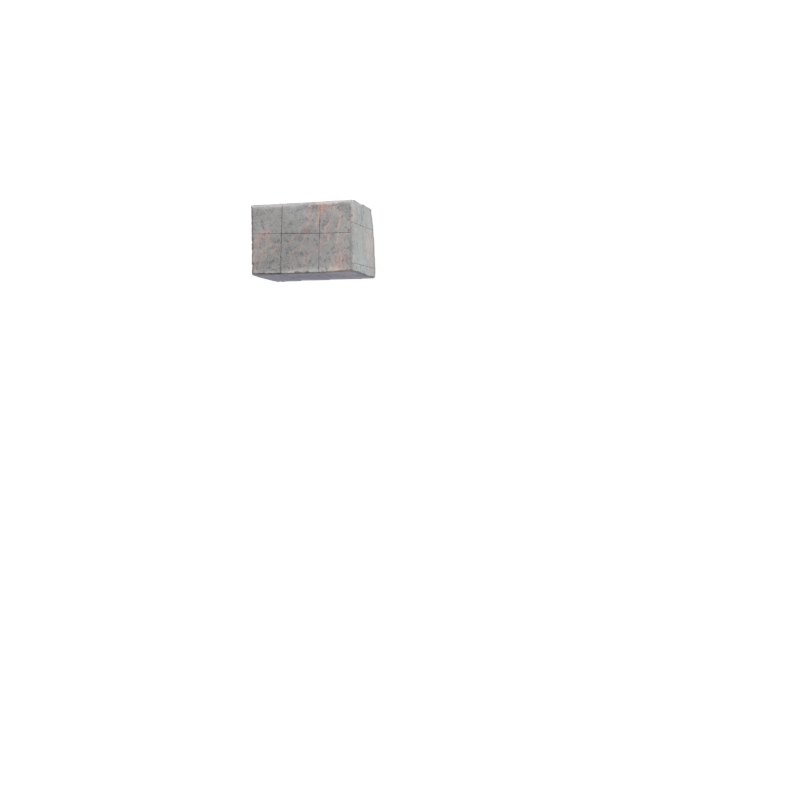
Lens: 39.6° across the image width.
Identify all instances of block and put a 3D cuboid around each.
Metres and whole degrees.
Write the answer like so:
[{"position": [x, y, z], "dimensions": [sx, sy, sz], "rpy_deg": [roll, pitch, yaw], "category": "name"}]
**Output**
[{"position": [-0.062, -0.113, 0.790], "dimensions": [0.080, 0.052, 0.051], "rpy_deg": [-1, -3, 16], "category": "block"}]
